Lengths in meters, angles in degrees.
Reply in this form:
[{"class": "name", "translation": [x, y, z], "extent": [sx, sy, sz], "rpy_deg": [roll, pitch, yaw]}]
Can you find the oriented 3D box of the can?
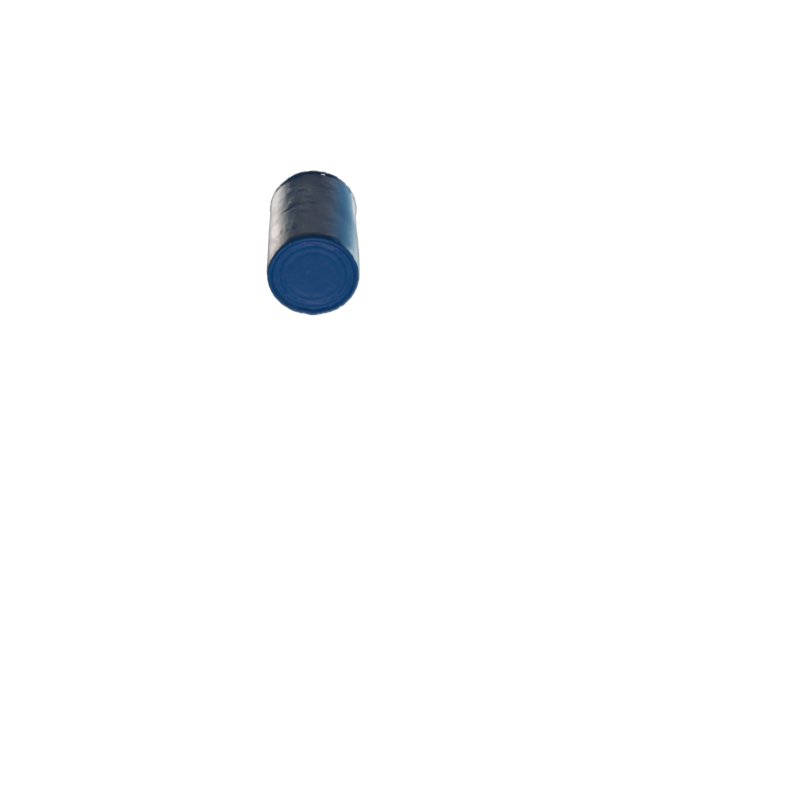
[{"class": "can", "translation": [-0.065, -0.118, 0.825], "extent": [0.068, 0.064, 0.109], "rpy_deg": [-1, 35, -3]}]
